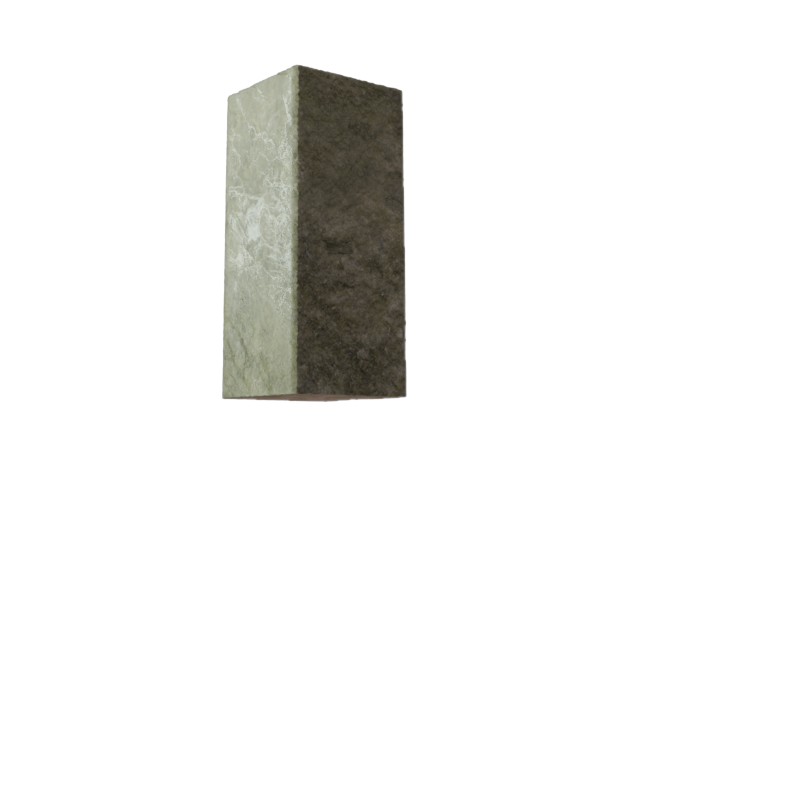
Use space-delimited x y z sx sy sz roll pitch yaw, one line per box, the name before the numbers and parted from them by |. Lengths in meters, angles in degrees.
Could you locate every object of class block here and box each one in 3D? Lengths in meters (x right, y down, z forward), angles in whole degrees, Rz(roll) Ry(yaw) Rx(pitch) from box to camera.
block | -0.058 -0.105 0.737 0.087 0.211 0.092 7 -12 -38
